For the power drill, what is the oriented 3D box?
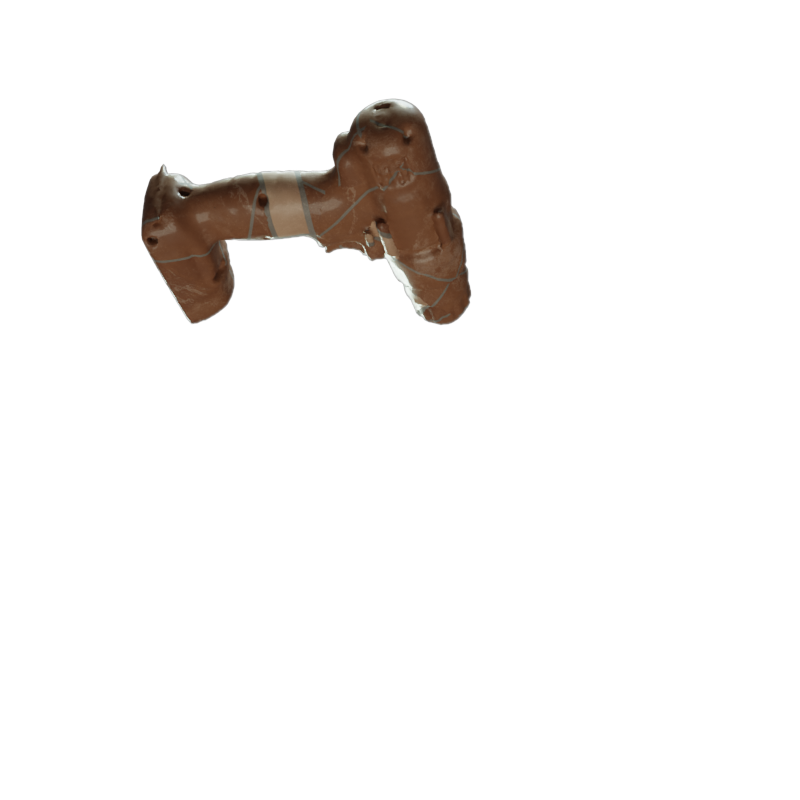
[{"bbox_3d":[-0.055,-0.100,0.701,0.189,0.062,0.170,-10,-41,11],"label":"power drill"}]
